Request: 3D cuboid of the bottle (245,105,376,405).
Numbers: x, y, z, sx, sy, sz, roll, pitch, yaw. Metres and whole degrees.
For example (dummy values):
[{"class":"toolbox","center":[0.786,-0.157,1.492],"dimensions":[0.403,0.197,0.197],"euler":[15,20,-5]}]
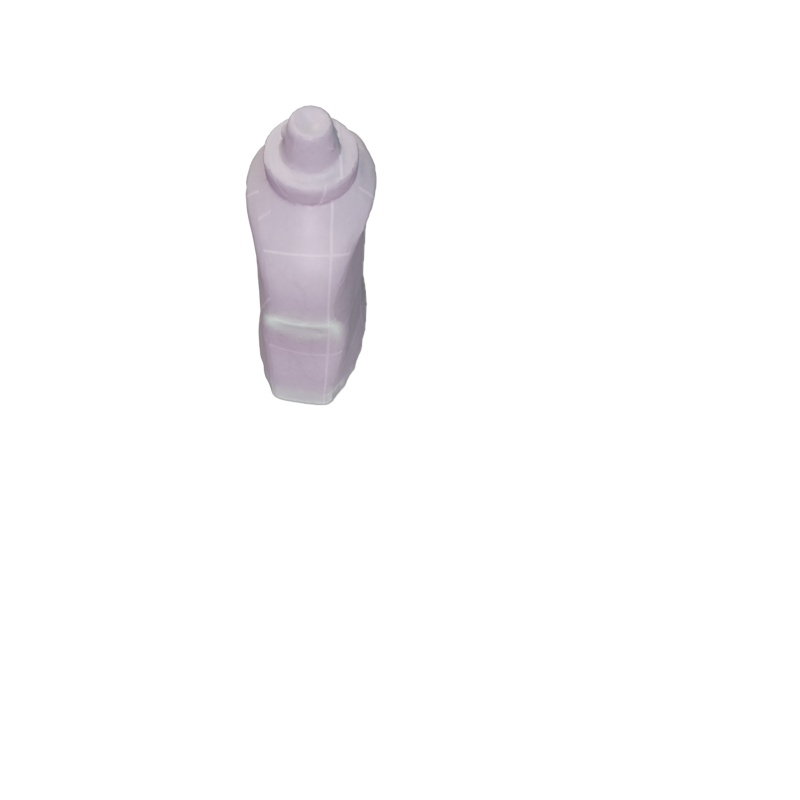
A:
[{"class":"bottle","center":[-0.042,-0.076,0.533],"dimensions":[0.059,0.101,0.181],"euler":[9,-25,0]}]
